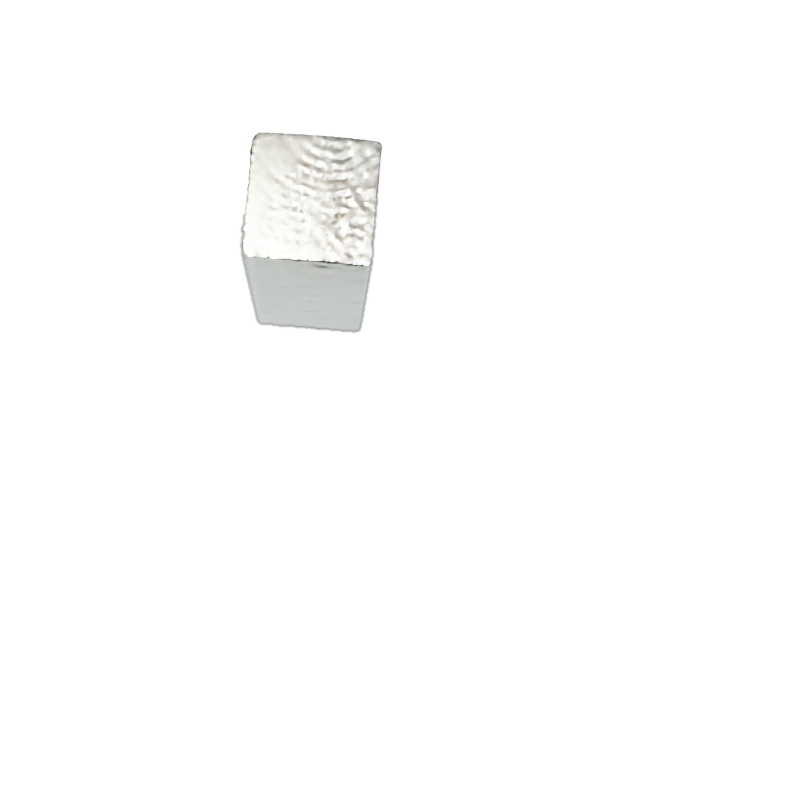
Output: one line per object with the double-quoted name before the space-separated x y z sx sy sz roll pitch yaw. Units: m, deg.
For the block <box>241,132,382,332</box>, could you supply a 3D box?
"block" -0.066 -0.120 0.839 0.090 0.094 0.200 5 -10 -3
